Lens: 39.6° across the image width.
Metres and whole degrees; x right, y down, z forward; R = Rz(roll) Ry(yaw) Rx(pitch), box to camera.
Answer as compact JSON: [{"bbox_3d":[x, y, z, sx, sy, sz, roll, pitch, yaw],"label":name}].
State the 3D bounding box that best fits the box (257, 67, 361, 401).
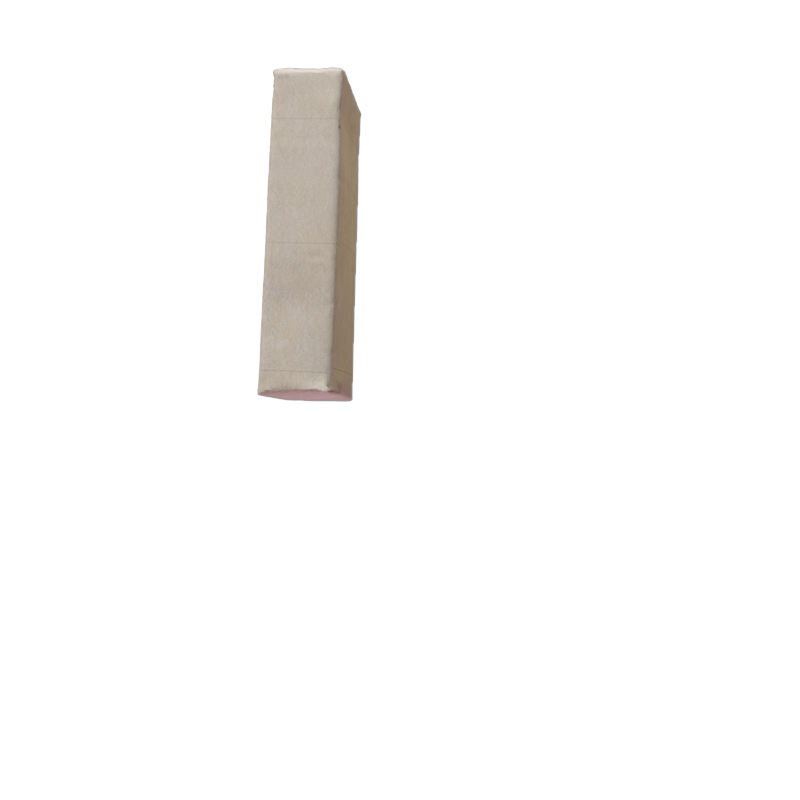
[{"bbox_3d":[-0.049,-0.089,0.624,0.048,0.180,0.091,-2,-8,5],"label":"box"}]
